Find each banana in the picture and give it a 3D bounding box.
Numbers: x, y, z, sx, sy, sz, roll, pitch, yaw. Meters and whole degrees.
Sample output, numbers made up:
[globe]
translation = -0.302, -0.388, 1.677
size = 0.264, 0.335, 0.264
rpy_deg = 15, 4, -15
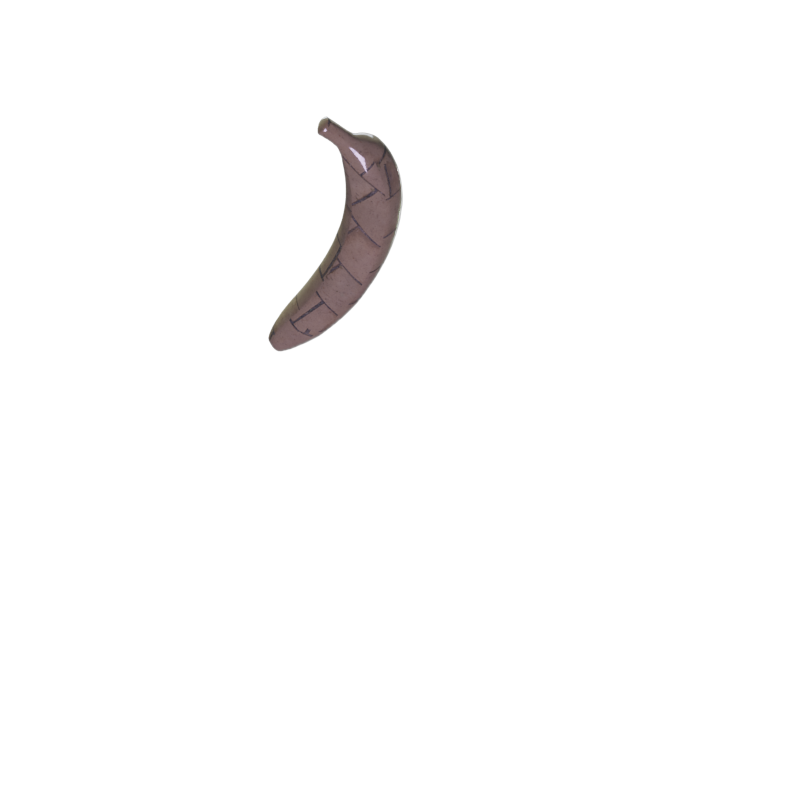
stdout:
[banana]
translation = -0.040, -0.107, 0.747
size = 0.069, 0.187, 0.039
rpy_deg = 10, 39, -9
